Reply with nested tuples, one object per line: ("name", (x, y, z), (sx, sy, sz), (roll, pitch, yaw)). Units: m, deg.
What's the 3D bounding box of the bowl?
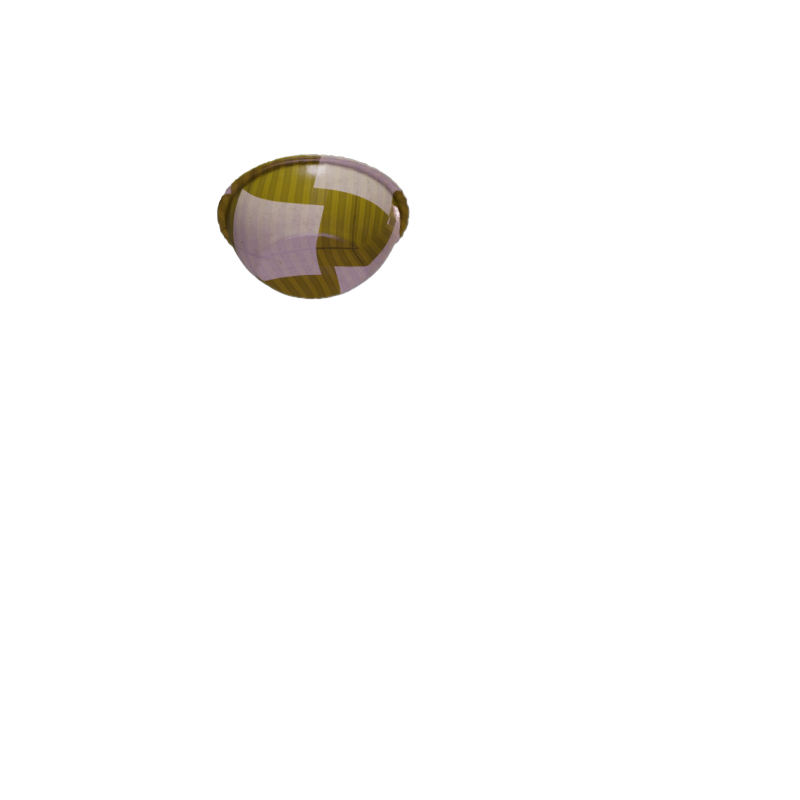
("bowl", (-0.072, -0.131, 0.917), (0.162, 0.059, 0.152), (1, -32, -2))
